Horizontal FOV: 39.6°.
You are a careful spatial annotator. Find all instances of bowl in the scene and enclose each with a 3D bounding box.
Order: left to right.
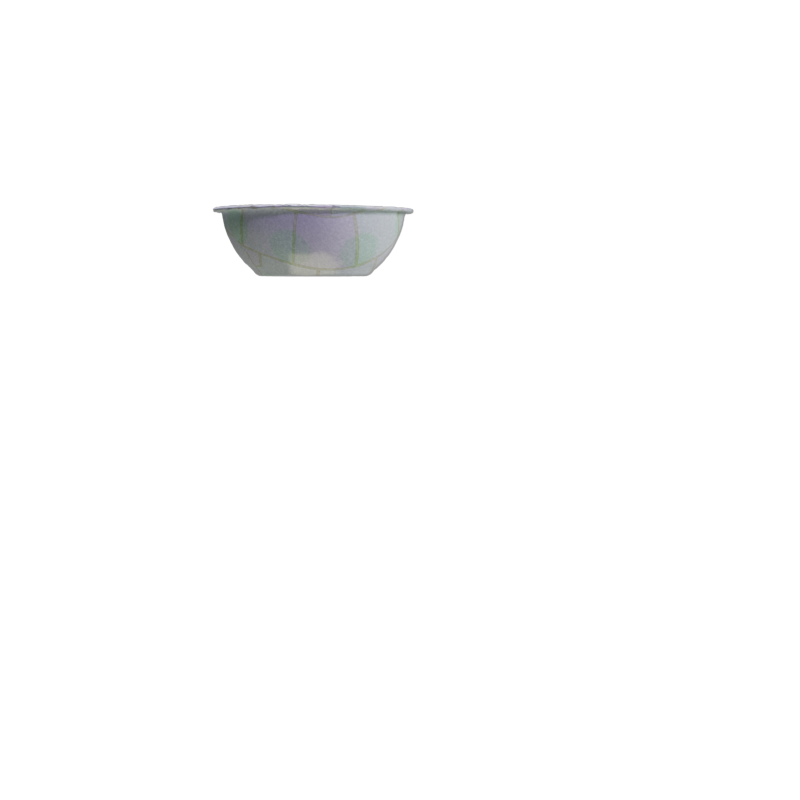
[{"bbox_3d":[-0.070,-0.127,0.891,0.162,0.055,0.164,0,6,-2],"label":"bowl"}]
